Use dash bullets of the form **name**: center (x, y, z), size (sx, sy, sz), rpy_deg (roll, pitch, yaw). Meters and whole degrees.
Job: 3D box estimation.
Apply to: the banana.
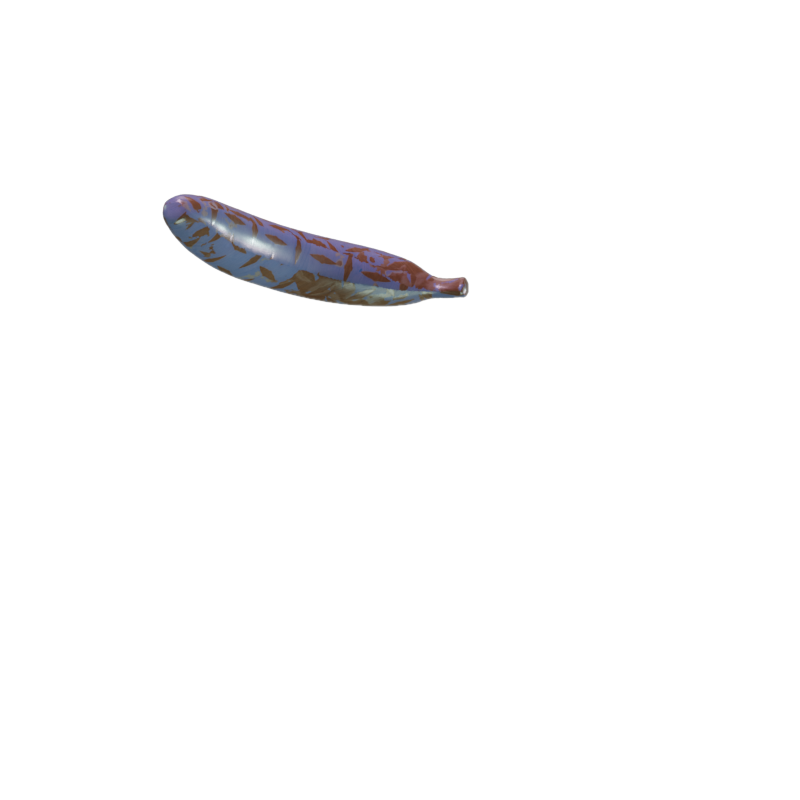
- **banana**: center (-0.057, -0.085, 0.643), size (0.189, 0.038, 0.070), rpy_deg (10, -20, -31)
